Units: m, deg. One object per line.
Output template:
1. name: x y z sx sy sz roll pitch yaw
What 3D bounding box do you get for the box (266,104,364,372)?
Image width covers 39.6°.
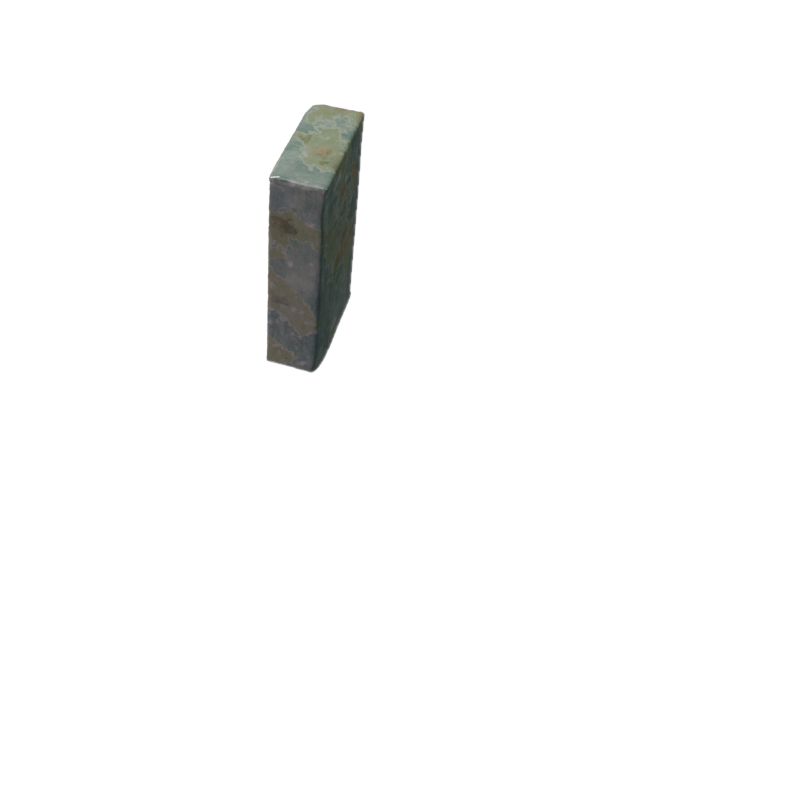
1. box: -0.062 -0.112 0.786 0.049 0.164 0.098 12 45 8
